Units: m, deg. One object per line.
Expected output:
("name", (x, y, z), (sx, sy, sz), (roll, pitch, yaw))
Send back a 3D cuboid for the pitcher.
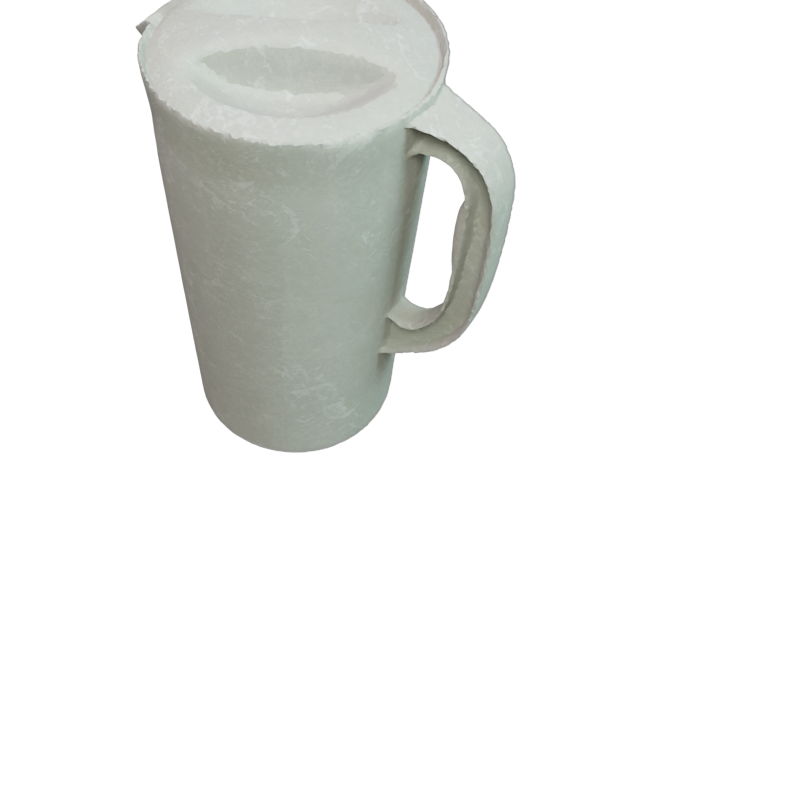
("pitcher", (-0.043, -0.078, 0.547), (0.143, 0.161, 0.226), (-10, -39, -12))
